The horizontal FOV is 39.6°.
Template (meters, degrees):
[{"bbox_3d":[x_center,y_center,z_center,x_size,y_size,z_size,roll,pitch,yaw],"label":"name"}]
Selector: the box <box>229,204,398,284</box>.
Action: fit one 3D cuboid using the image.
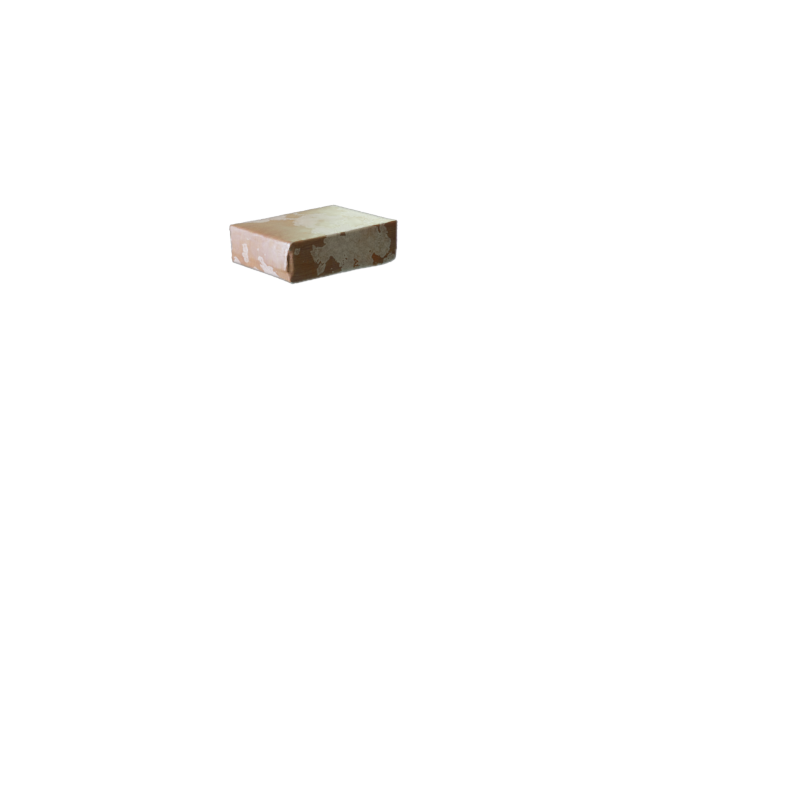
[{"bbox_3d":[-0.072,-0.132,0.923,0.111,0.037,0.095,-15,25,-36],"label":"box"}]
